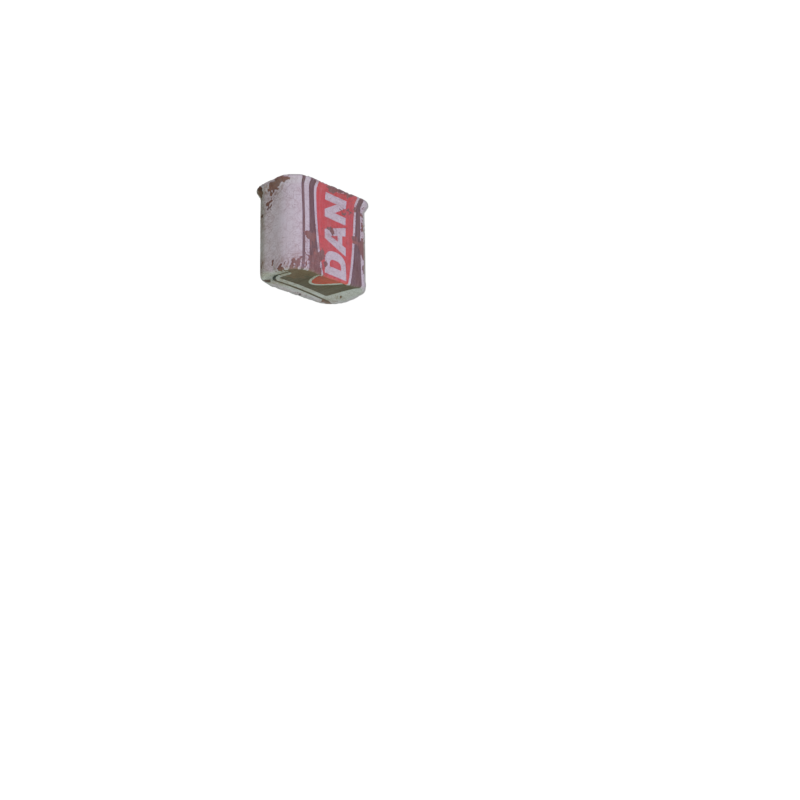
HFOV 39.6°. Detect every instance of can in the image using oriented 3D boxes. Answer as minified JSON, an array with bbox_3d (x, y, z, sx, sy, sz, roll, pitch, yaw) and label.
[{"bbox_3d":[-0.074,-0.135,0.949,0.058,0.088,0.096,-19,-25,40],"label":"can"}]
